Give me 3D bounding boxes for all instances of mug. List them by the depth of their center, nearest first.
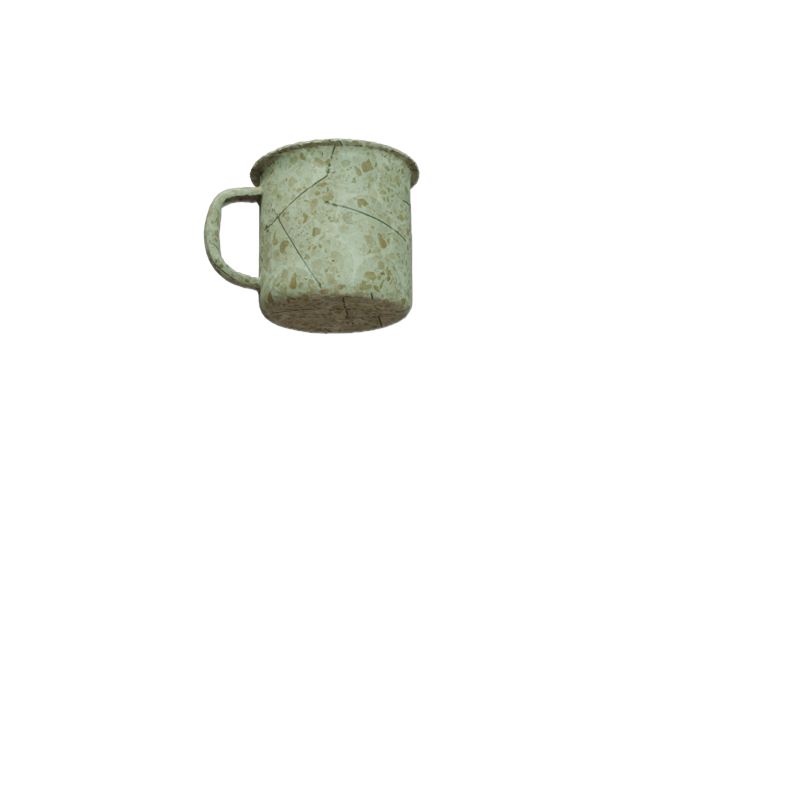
[{"bbox_3d":[-0.046,-0.085,0.593,0.115,0.085,0.091,3,-16,-13],"label":"mug"}]
